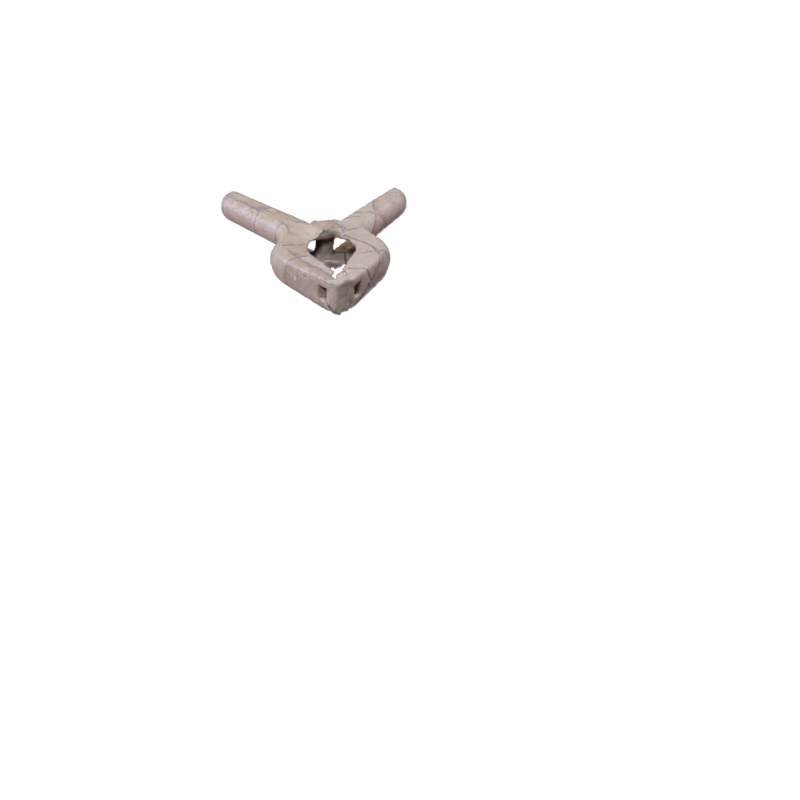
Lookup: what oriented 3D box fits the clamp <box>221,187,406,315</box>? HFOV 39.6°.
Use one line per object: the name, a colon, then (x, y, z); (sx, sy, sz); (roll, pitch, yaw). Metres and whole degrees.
clamp: (-0.071, -0.130, 0.909); (0.164, 0.034, 0.222); (-1, 30, -2)
